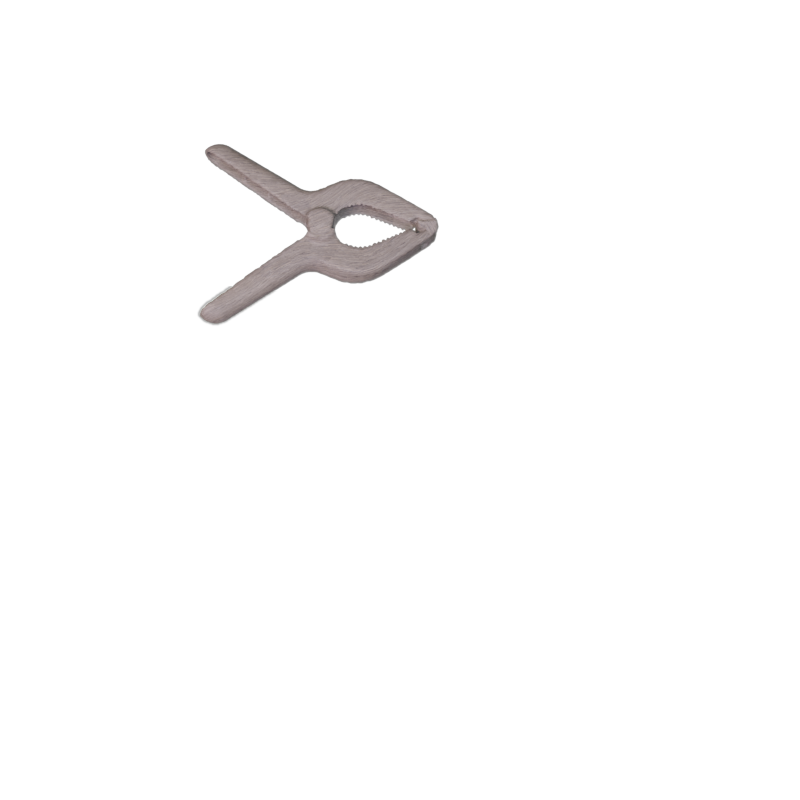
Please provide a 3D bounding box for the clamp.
[{"bbox_3d":[-0.075,-0.136,0.952,0.211,0.172,0.035,6,-20,2],"label":"clamp"}]
